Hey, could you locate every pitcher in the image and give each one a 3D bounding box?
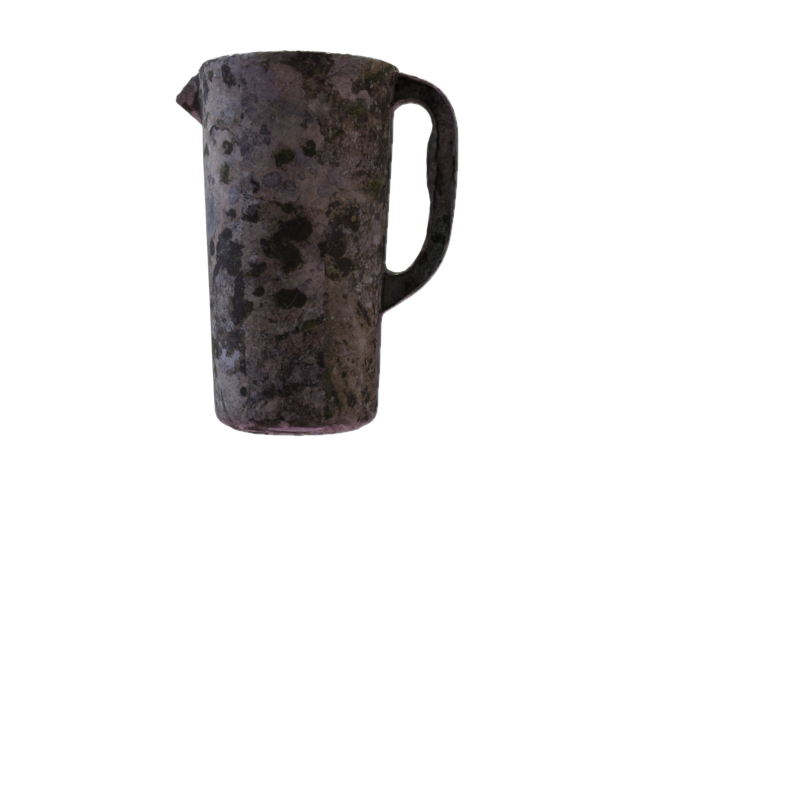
[{"bbox_3d":[-0.057,-0.104,0.731,0.139,0.243,0.155,-1,1,-39],"label":"pitcher"}]
